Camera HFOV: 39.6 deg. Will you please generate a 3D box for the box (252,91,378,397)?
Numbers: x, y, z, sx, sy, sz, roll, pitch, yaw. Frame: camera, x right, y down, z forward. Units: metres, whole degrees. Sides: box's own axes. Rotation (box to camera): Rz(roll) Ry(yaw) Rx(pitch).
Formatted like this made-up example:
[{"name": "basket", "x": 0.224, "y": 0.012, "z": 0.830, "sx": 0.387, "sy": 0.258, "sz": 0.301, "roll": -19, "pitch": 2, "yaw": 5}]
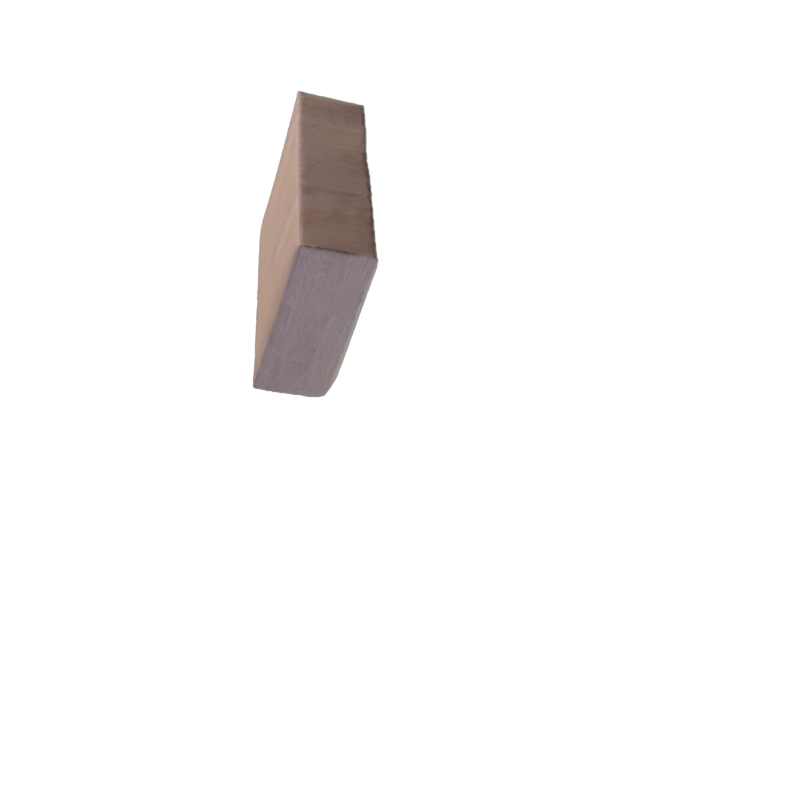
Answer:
[{"name": "box", "x": -0.074, "y": -0.136, "z": 0.950, "sx": 0.070, "sy": 0.230, "sz": 0.156, "roll": 10, "pitch": -47, "yaw": -14}]
